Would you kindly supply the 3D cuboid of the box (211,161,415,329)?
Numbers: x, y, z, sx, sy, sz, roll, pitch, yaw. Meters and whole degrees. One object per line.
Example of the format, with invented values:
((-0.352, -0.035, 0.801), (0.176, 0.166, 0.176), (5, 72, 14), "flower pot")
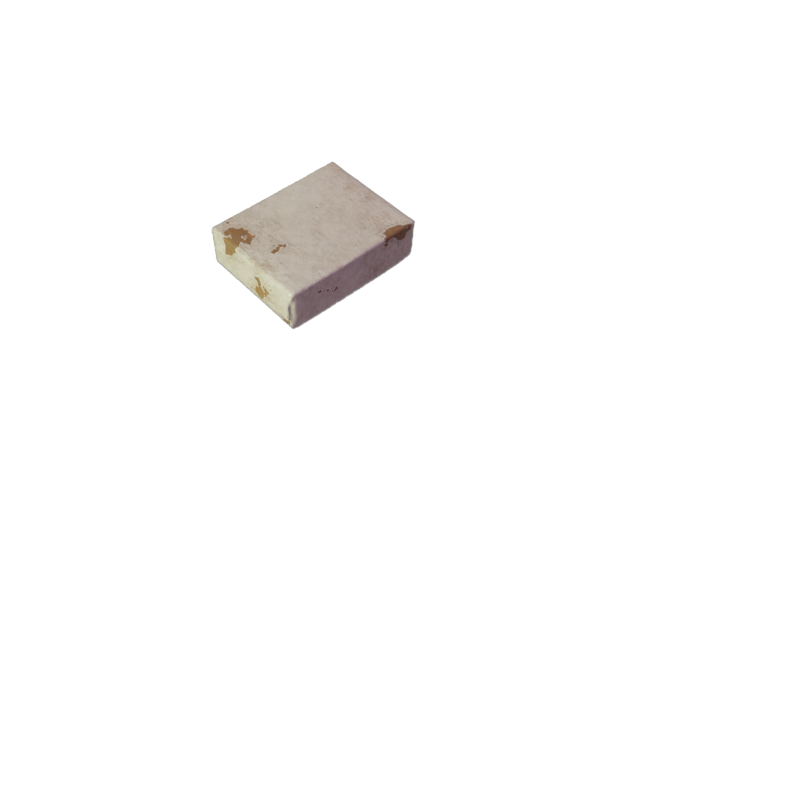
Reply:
((-0.060, -0.110, 0.772), (0.114, 0.036, 0.096), (-33, 55, -27), "box")
